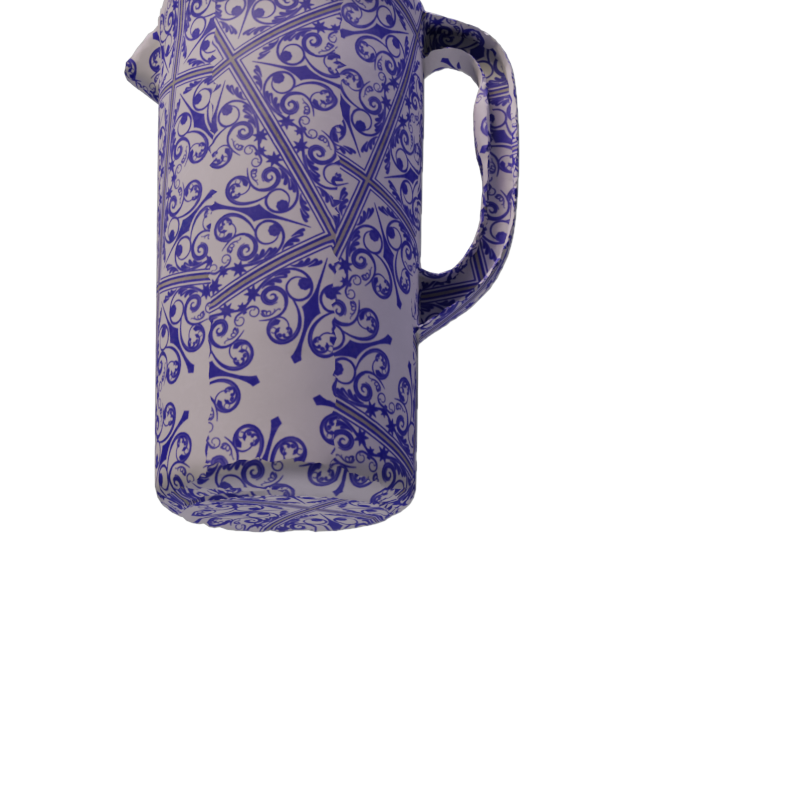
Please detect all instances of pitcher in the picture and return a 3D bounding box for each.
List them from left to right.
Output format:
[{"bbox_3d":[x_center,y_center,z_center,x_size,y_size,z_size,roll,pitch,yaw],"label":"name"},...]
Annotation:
[{"bbox_3d":[-0.039,-0.071,0.499,0.137,0.255,0.150,16,-27,-38],"label":"pitcher"}]
